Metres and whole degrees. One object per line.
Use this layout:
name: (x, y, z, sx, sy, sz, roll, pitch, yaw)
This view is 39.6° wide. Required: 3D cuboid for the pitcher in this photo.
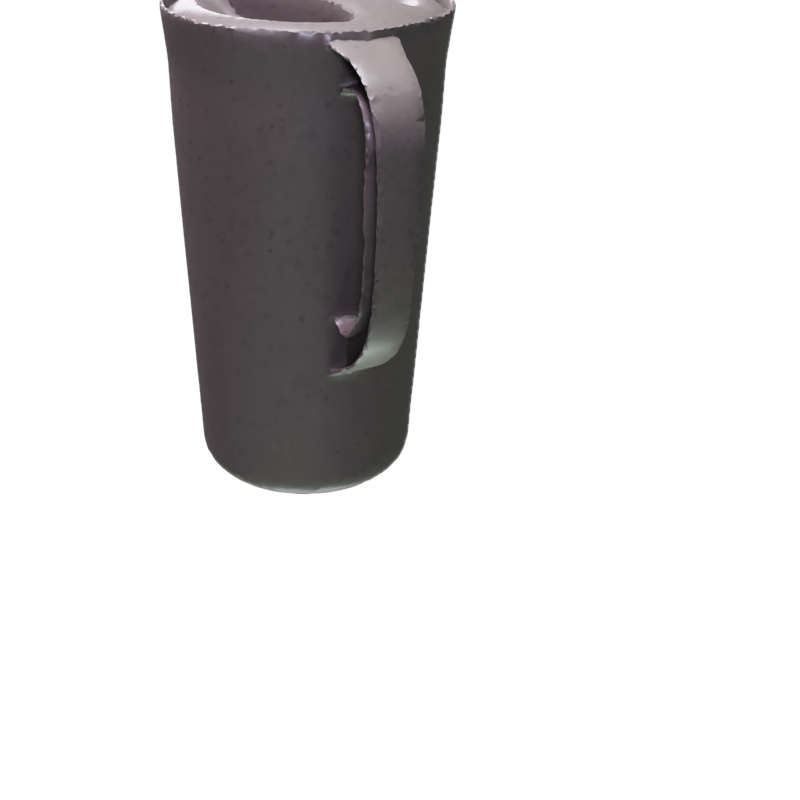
pitcher: (-0.042, -0.076, 0.534, 0.150, 0.231, 0.152, 10, 27, 18)
